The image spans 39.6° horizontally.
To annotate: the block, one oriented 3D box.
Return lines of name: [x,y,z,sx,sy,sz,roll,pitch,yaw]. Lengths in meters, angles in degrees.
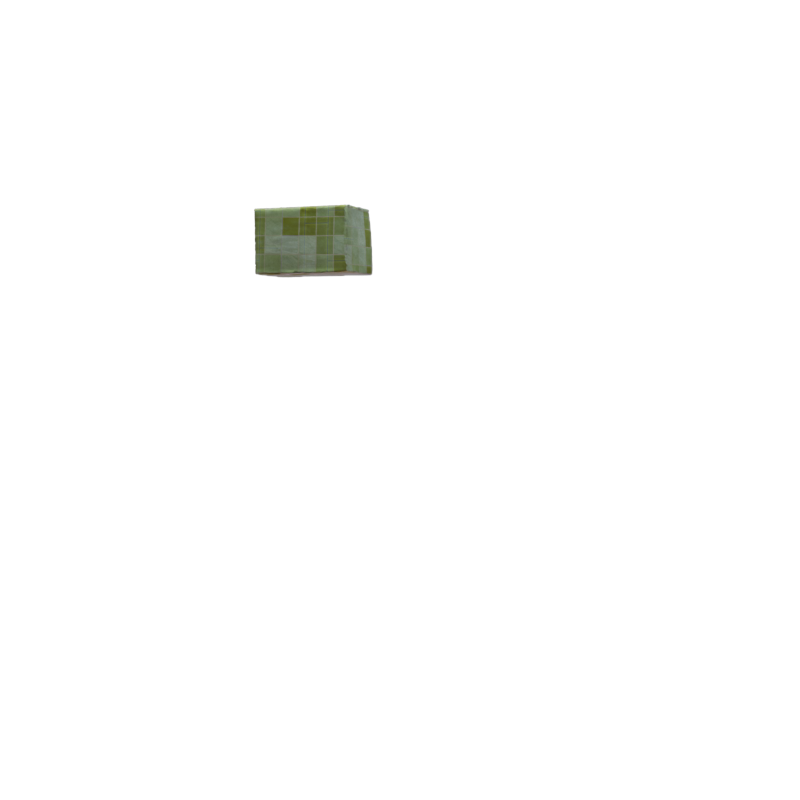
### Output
block: [-0.066,-0.120,0.844,0.080,0.052,0.051,0,0,21]
